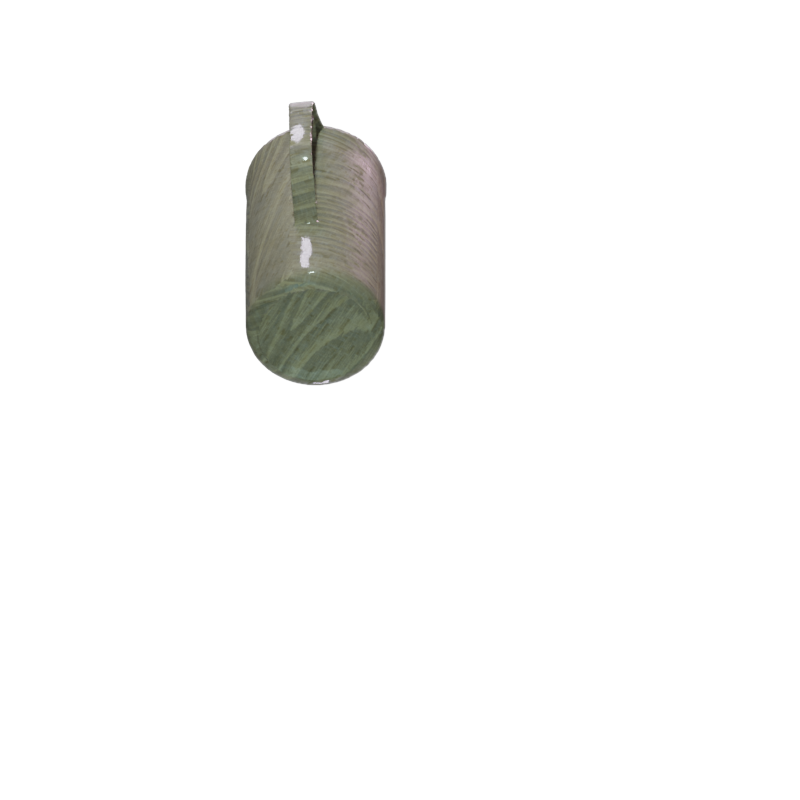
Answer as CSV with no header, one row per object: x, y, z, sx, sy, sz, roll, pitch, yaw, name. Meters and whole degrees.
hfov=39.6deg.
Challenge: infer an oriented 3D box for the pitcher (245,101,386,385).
-0.074,-0.135,0.944,0.142,0.142,0.260,34,27,-24,pitcher
